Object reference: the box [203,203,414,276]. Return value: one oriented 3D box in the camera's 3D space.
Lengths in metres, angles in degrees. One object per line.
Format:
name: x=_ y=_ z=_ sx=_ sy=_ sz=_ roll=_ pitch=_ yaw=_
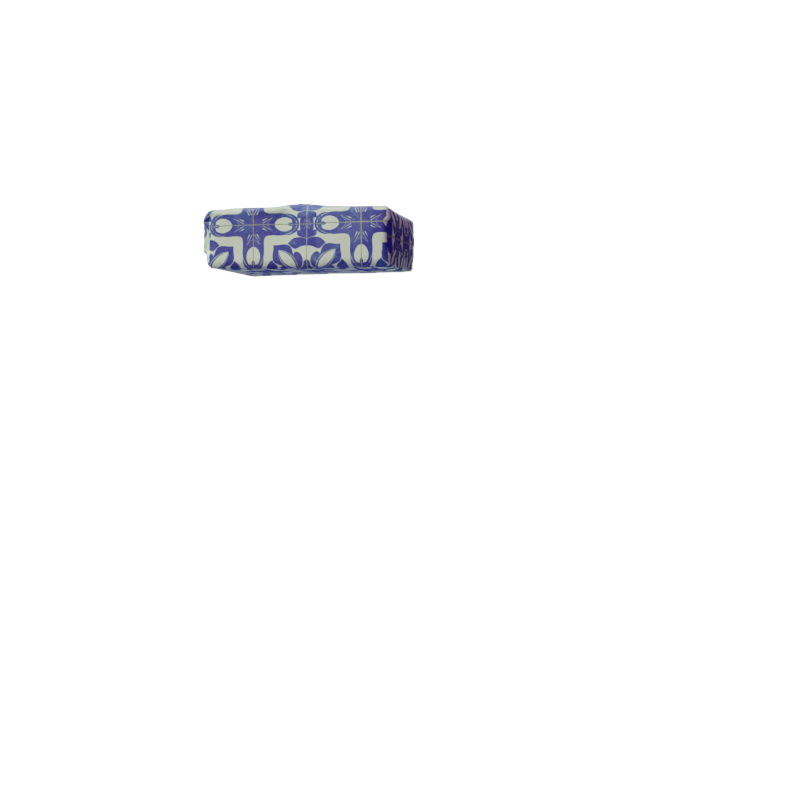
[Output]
box: x=-0.042 y=-0.077 z=0.541 sx=0.091 sy=0.030 sz=0.072 roll=1 pitch=3 yaw=12
